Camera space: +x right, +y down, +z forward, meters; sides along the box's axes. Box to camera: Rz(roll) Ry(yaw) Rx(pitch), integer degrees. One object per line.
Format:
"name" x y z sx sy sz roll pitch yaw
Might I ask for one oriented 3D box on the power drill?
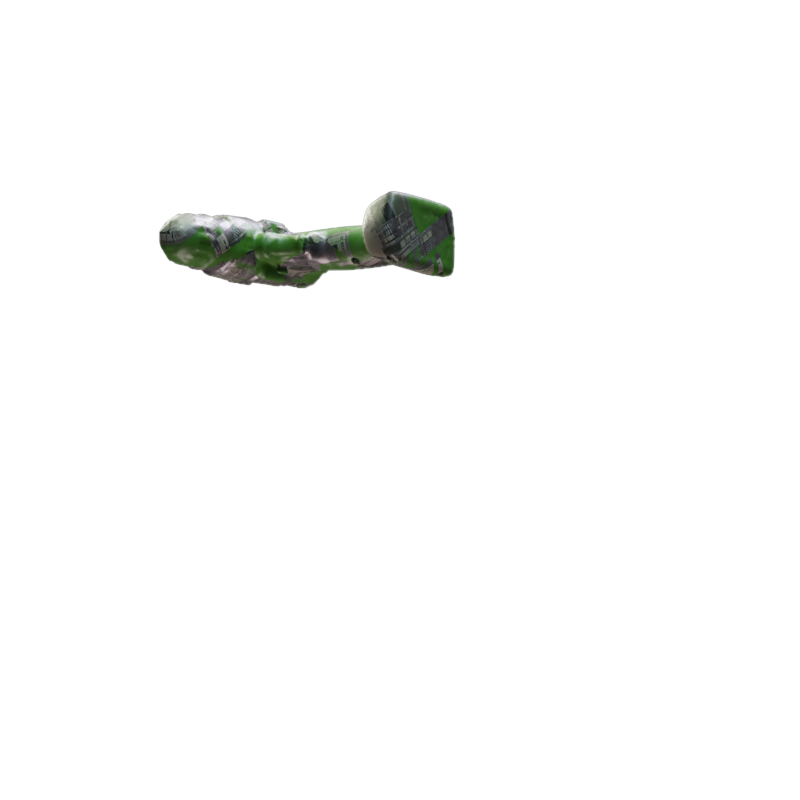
"power drill" -0.067 -0.122 0.856 0.194 0.058 0.177 0 1 33
